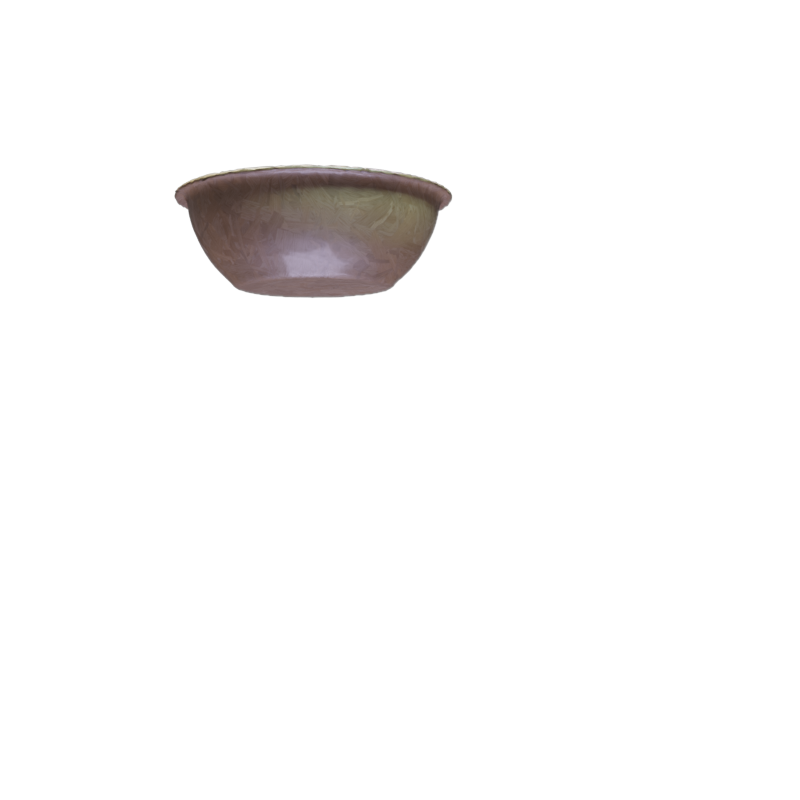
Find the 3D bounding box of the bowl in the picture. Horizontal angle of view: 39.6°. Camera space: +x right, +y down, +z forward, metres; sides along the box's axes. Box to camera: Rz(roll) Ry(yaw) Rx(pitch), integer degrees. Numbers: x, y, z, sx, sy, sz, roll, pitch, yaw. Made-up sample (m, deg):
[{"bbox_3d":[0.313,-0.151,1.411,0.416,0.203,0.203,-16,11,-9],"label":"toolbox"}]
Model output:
[{"bbox_3d":[-0.050,-0.092,0.643,0.162,0.056,0.160,0,-3,-2],"label":"bowl"}]
